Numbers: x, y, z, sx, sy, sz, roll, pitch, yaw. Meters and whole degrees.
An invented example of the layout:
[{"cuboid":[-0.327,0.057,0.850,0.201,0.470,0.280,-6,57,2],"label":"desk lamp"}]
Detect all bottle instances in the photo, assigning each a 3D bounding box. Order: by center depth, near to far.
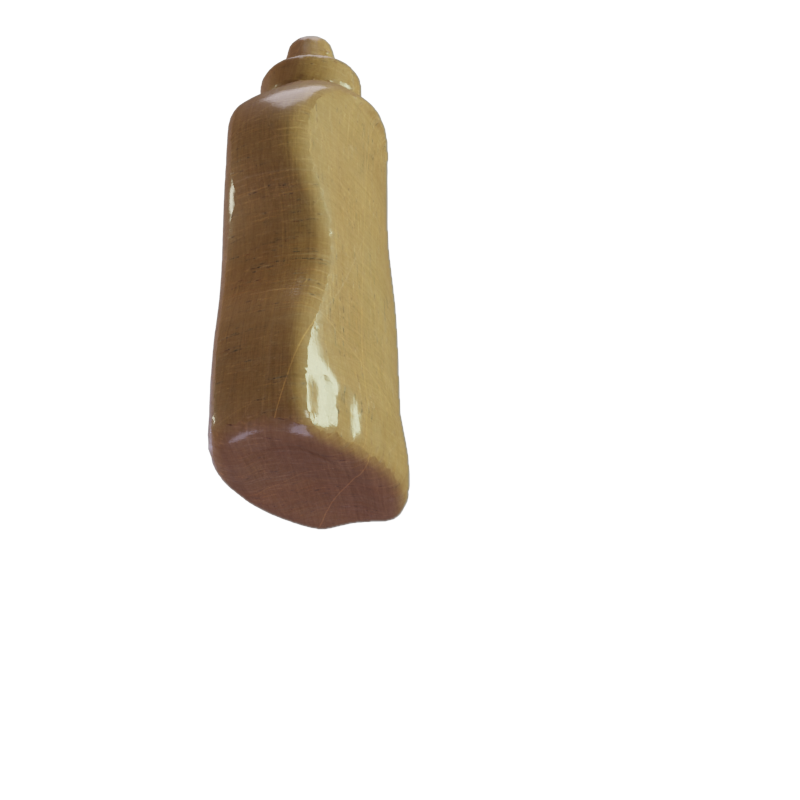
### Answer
[{"cuboid":[-0.033,-0.059,0.411,0.059,0.204,0.089,-13,-31,18],"label":"bottle"}]
